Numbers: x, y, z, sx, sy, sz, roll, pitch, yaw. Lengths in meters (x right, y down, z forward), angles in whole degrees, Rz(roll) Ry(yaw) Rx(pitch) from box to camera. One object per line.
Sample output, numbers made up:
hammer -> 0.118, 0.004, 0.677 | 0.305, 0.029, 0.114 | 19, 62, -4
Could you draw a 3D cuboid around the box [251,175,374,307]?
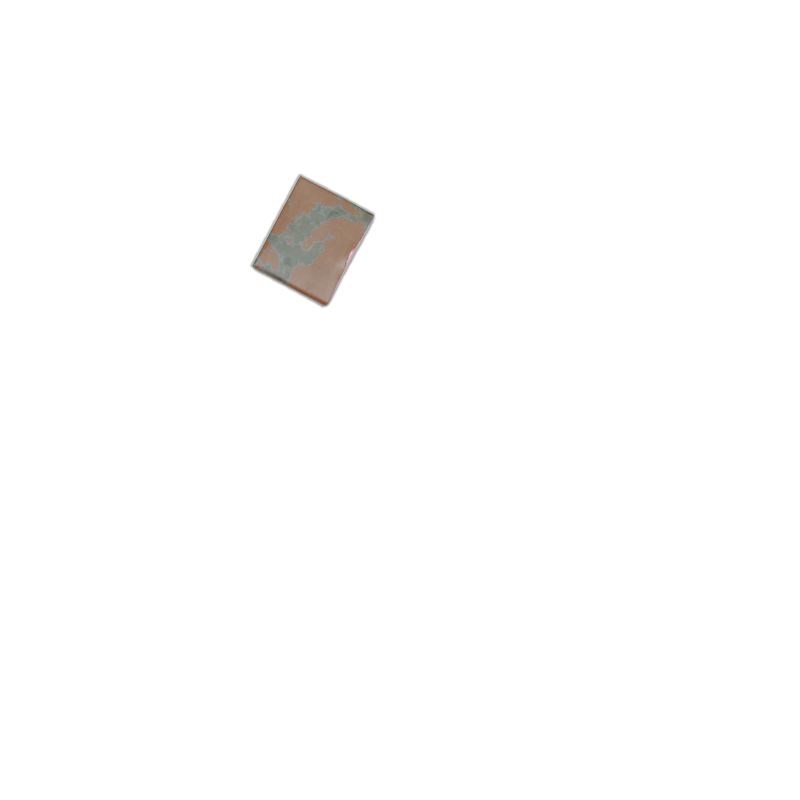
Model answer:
box -> -0.074, -0.134, 0.941 | 0.074, 0.090, 0.030 | 28, -7, 3
